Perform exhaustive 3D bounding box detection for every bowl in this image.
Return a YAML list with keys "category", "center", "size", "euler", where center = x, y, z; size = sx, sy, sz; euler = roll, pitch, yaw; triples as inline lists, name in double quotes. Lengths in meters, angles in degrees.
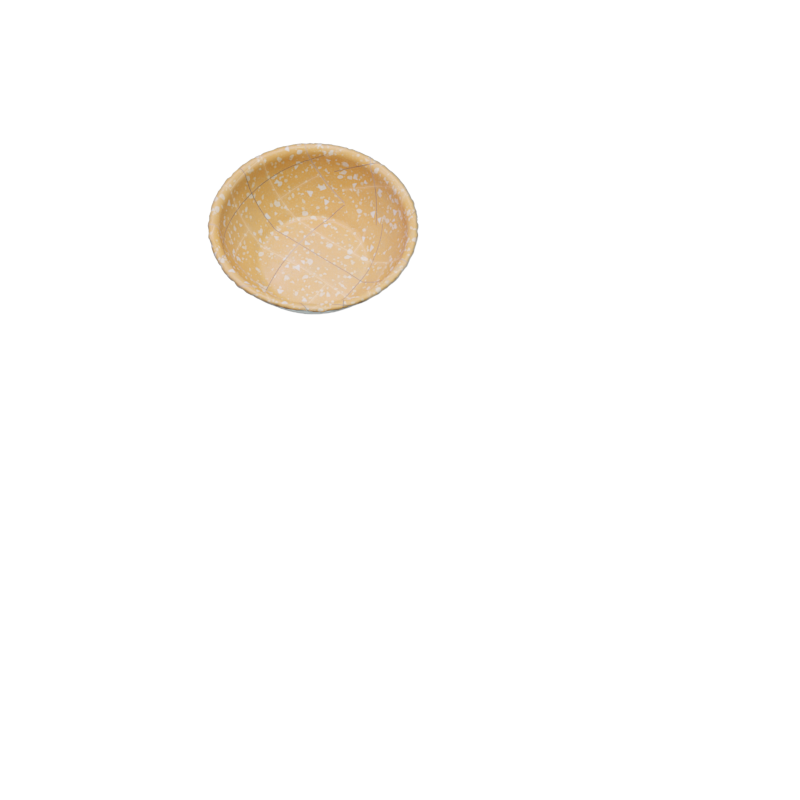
- category: "bowl"
  center: [-0.068, -0.125, 0.872]
  size: [0.162, 0.173, 0.051]
  euler: [-1, -33, -1]
